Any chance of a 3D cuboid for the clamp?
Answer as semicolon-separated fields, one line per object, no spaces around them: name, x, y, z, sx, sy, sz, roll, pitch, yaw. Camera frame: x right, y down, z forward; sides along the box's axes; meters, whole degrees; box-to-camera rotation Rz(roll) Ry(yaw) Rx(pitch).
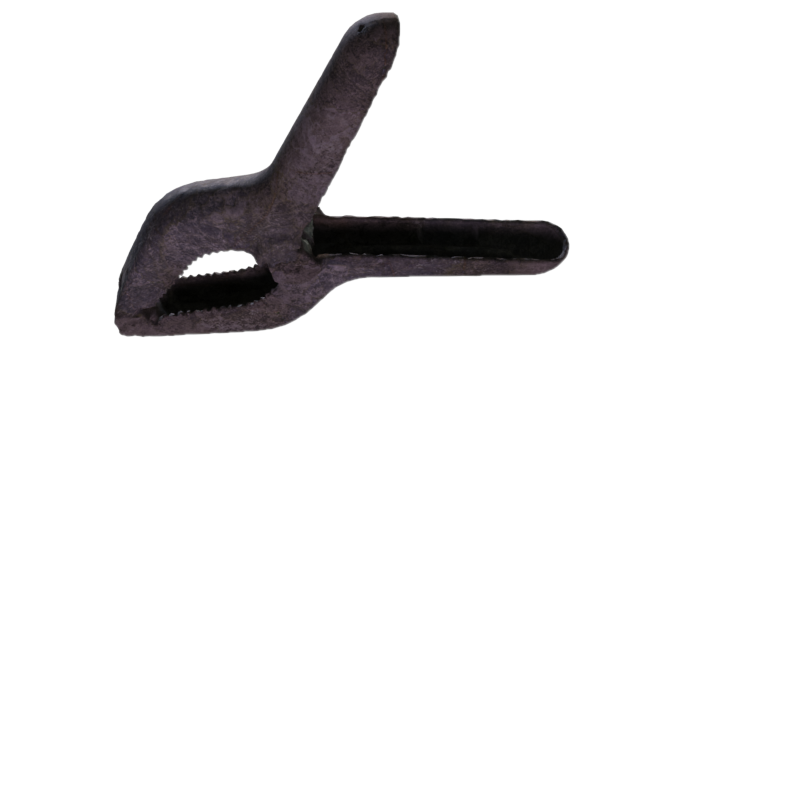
clamp;-0.039;-0.072;0.502;0.210;0.039;0.153;-25;-42;30
